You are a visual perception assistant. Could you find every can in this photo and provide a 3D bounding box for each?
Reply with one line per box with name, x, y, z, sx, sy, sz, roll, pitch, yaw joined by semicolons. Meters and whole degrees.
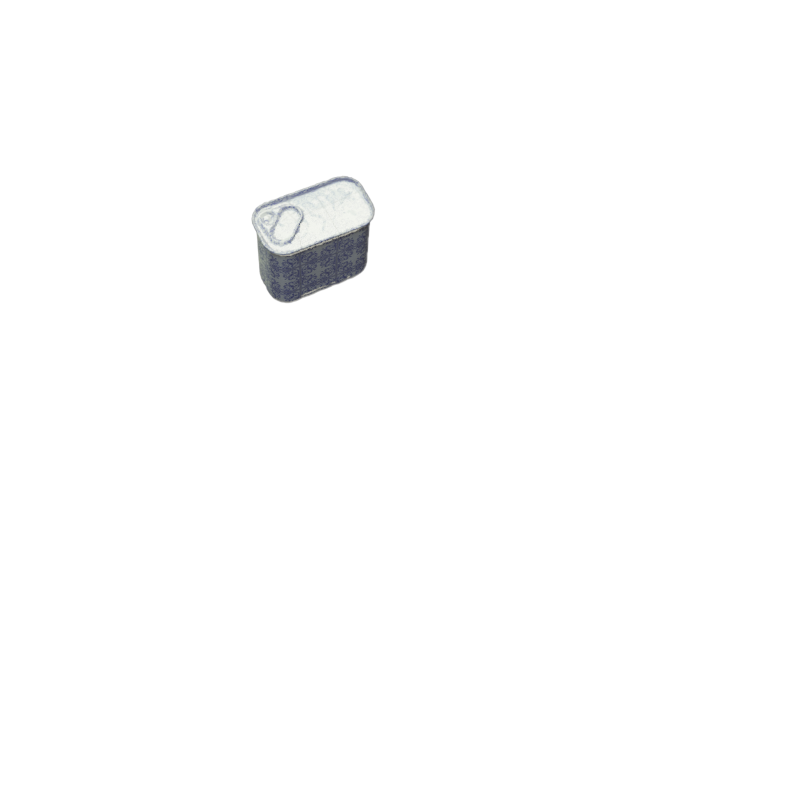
can;-0.076;-0.138;0.969;0.101;0.062;0.079;-22;-27;-14
